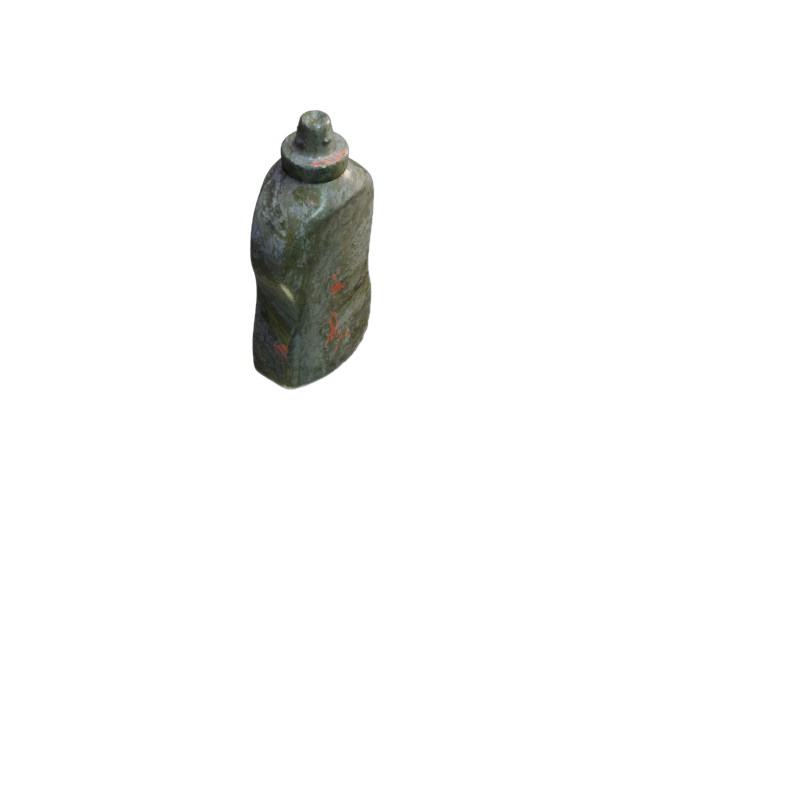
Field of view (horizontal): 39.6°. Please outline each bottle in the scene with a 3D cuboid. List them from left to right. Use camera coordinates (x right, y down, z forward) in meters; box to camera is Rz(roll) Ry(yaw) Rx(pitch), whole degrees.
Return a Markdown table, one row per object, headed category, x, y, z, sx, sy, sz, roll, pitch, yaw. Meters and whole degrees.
| category | x | y | z | sx | sy | sz | roll | pitch | yaw |
| --- | --- | --- | --- | --- | --- | --- | --- | --- | --- |
| bottle | -0.055 | -0.101 | 0.708 | 0.062 | 0.179 | 0.097 | 30 | 50 | 25 |
